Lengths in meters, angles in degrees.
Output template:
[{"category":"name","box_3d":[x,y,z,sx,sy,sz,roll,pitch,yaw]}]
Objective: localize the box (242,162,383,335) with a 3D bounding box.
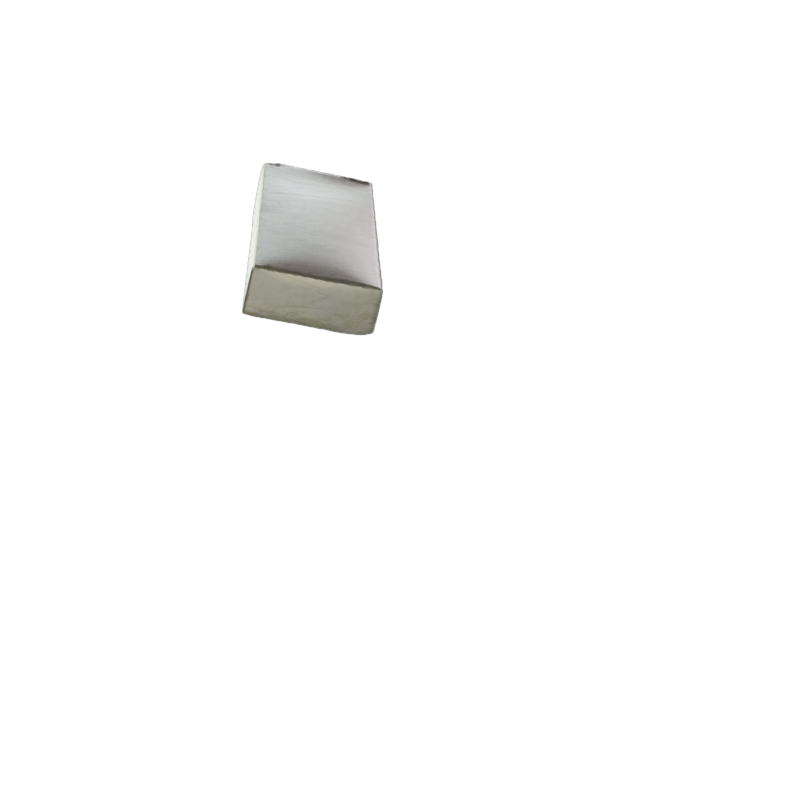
[{"category":"box","box_3d":[-0.065,-0.118,0.824,0.092,0.046,0.188,9,35,-10]}]
